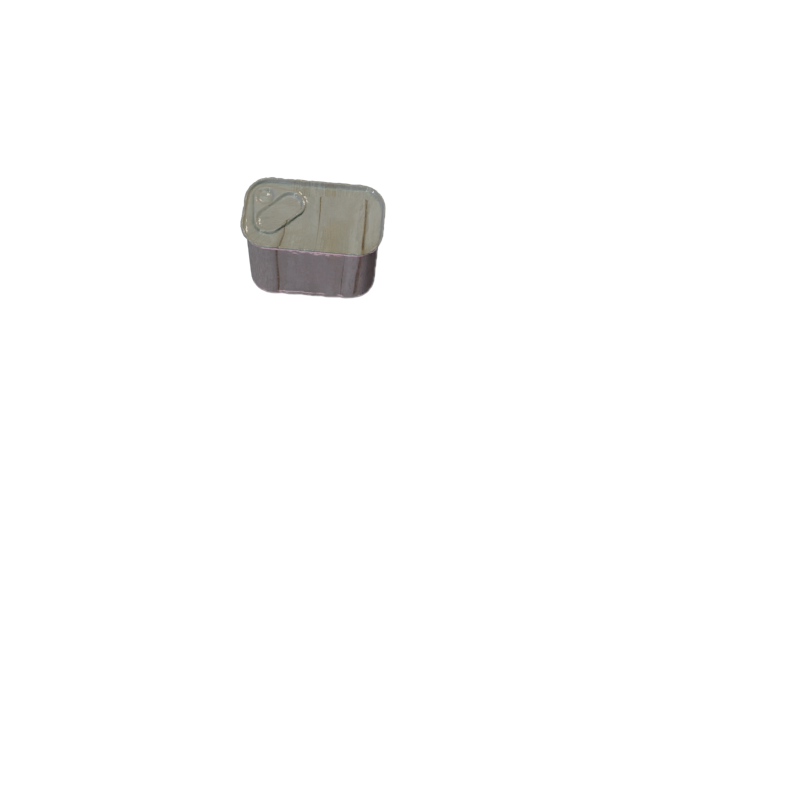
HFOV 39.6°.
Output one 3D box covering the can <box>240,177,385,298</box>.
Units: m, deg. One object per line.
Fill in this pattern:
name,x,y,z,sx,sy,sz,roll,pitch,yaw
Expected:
can,-0.065,-0.118,0.824,0.102,0.060,0.079,5,-23,1
